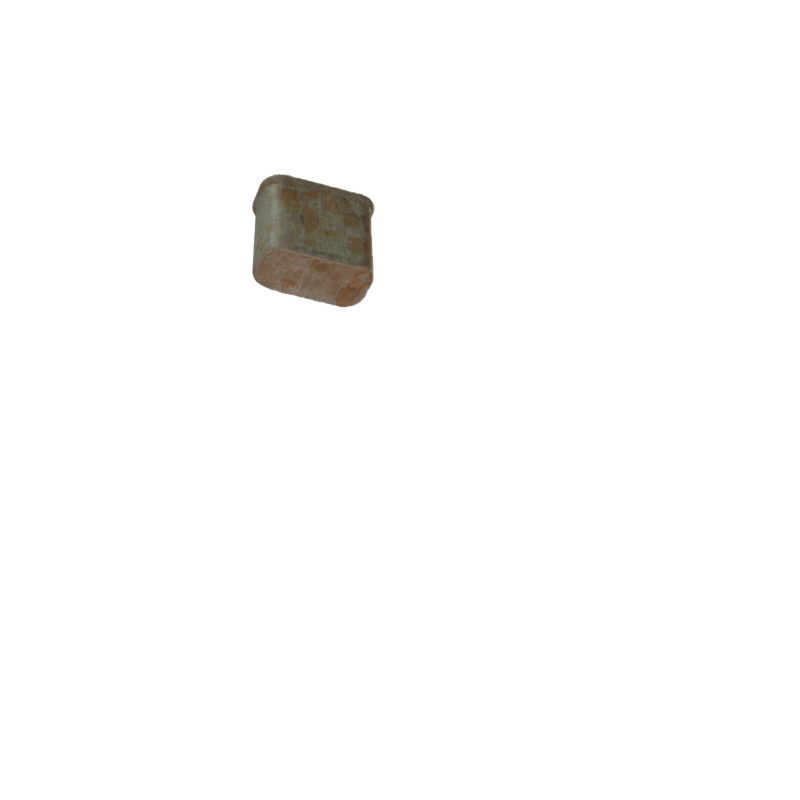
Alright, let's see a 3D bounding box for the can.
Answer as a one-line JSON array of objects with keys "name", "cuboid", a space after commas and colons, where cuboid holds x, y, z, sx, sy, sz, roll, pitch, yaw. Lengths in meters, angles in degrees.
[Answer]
[{"name": "can", "cuboid": [-0.072, -0.131, 0.919, 0.099, 0.090, 0.055, 12, -43, -16]}]
